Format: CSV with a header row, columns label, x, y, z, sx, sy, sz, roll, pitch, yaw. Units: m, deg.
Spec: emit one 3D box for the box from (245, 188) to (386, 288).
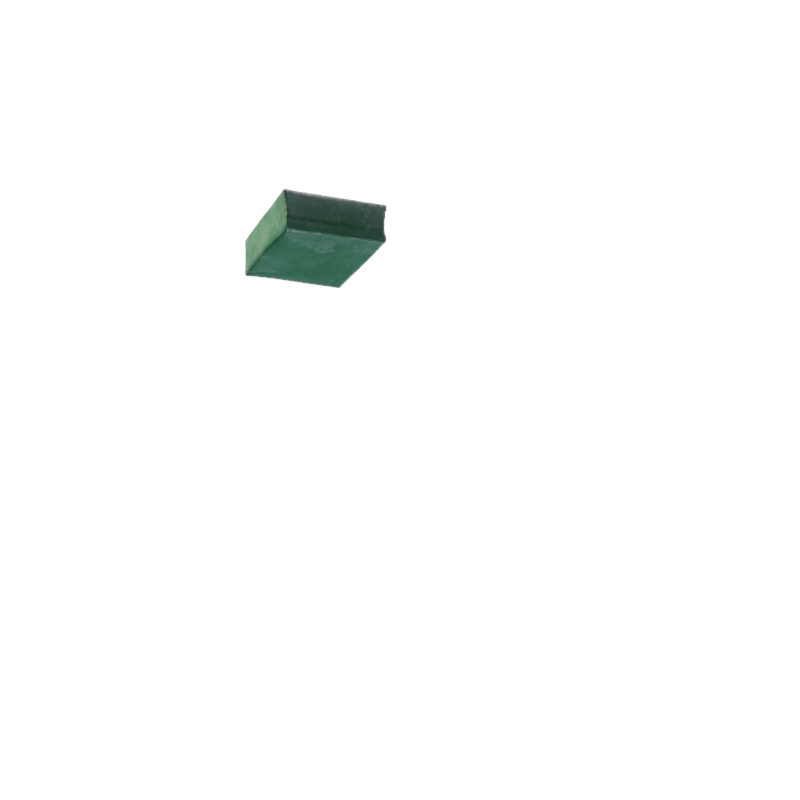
label,x,y,z,sx,sy,sz,roll,pitch,yaw
box,-0.073,-0.133,0.932,0.087,0.041,0.112,6,-16,-22
